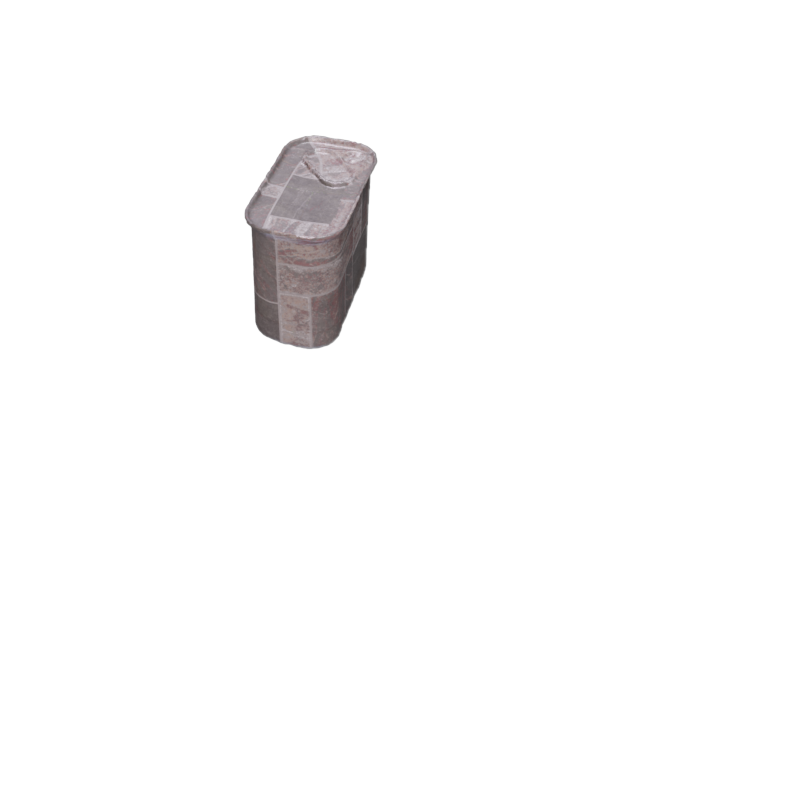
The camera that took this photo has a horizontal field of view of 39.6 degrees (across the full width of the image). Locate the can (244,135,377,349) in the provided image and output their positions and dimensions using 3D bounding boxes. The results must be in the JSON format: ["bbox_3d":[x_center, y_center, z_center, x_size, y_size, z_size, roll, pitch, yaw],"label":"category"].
[{"bbox_3d":[-0.051,-0.093,0.653,0.059,0.078,0.107,10,42,9],"label":"can"}]
